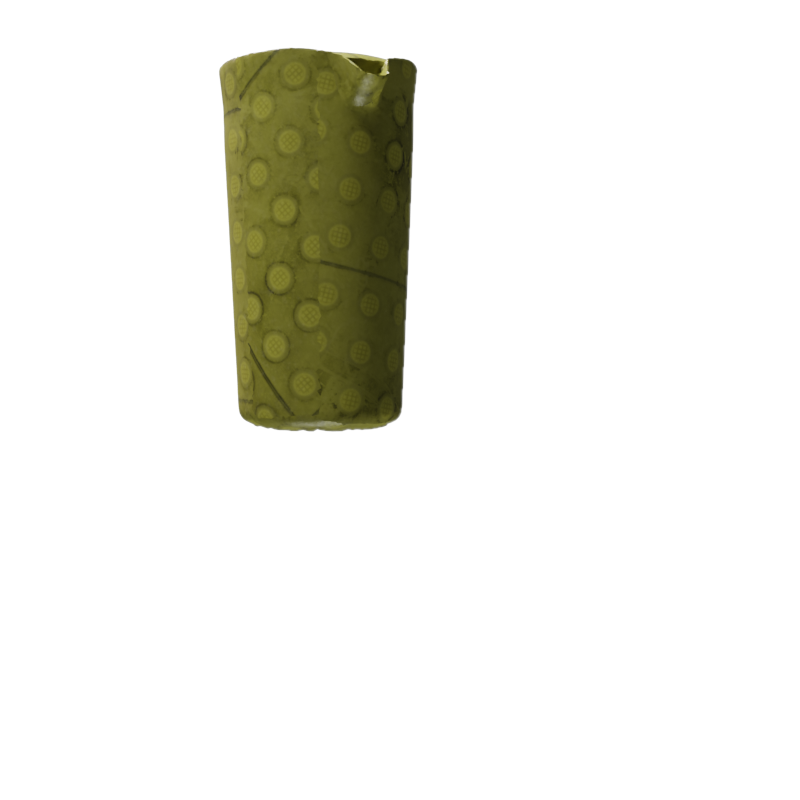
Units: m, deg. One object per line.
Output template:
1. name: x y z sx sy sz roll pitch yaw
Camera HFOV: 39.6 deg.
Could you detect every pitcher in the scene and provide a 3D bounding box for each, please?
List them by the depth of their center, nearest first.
1. pitcher: -0.059 -0.107 0.748 0.148 0.245 0.145 -1 -2 16
